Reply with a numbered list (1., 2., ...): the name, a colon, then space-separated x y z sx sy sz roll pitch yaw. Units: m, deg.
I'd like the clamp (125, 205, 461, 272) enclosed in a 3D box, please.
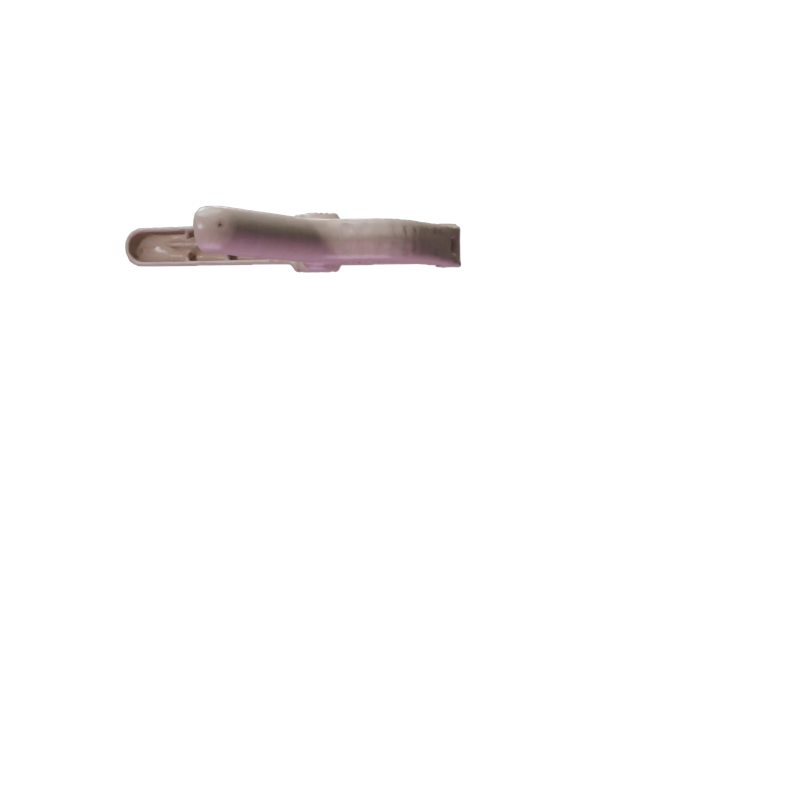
1. clamp: -0.053 -0.096 0.673 0.205 0.036 0.168 -1 5 -18
